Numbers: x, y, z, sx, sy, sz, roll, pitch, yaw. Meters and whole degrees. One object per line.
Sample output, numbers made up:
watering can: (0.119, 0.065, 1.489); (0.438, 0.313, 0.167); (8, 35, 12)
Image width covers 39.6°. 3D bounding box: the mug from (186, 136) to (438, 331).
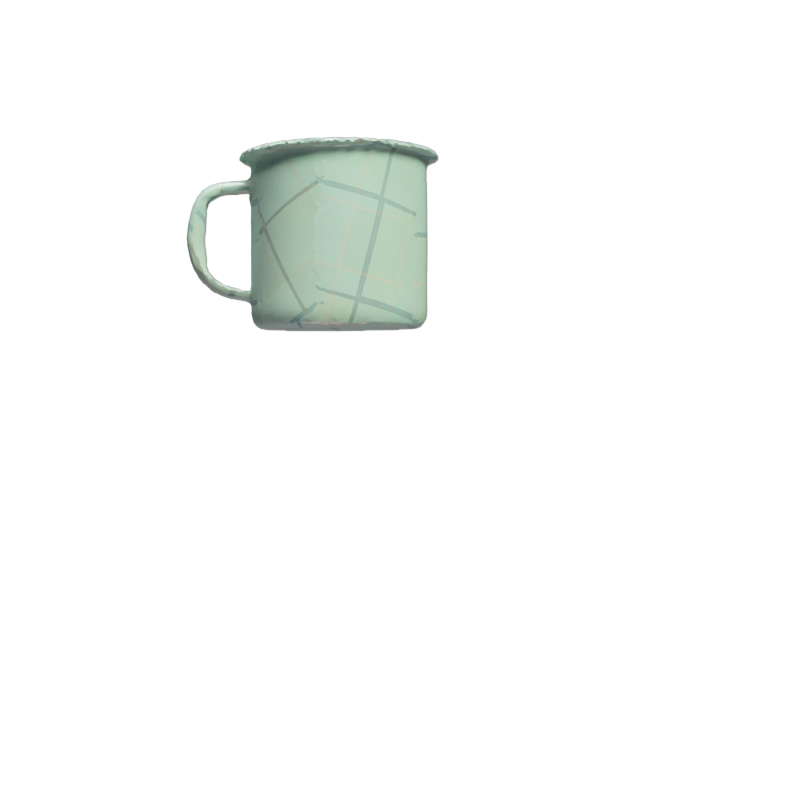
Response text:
mug: (-0.040, -0.074, 0.515); (0.116, 0.082, 0.093); (0, -1, -6)
